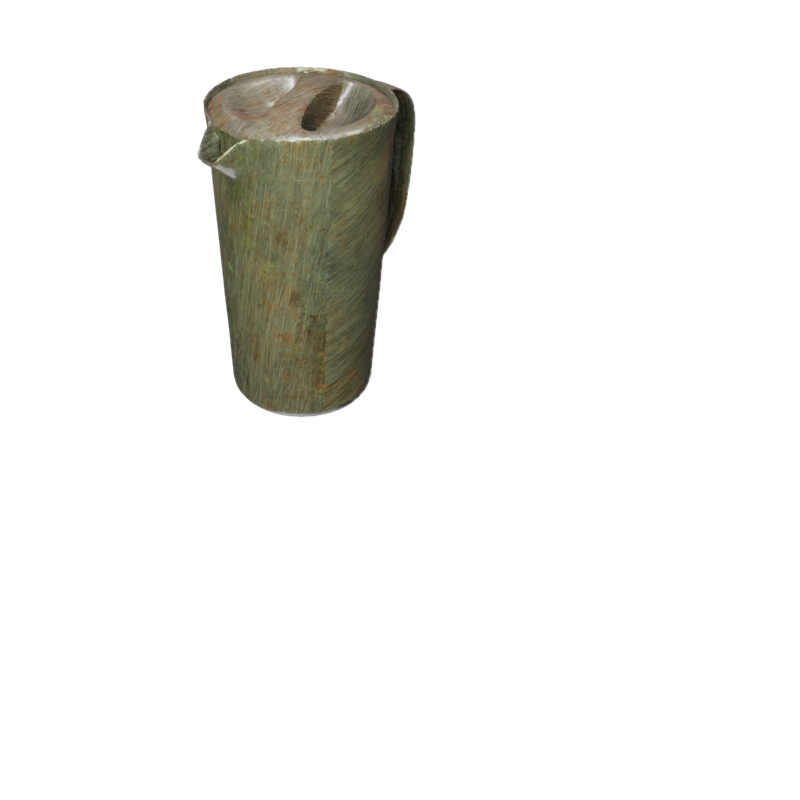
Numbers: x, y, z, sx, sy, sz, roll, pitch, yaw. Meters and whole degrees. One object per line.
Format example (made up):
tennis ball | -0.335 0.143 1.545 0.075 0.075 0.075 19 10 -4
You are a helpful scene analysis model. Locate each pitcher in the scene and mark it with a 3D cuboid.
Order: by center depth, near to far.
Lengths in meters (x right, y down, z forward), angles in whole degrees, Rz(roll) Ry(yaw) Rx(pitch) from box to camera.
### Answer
pitcher | -0.064 -0.117 0.817 0.149 0.228 0.154 1 33 -1
